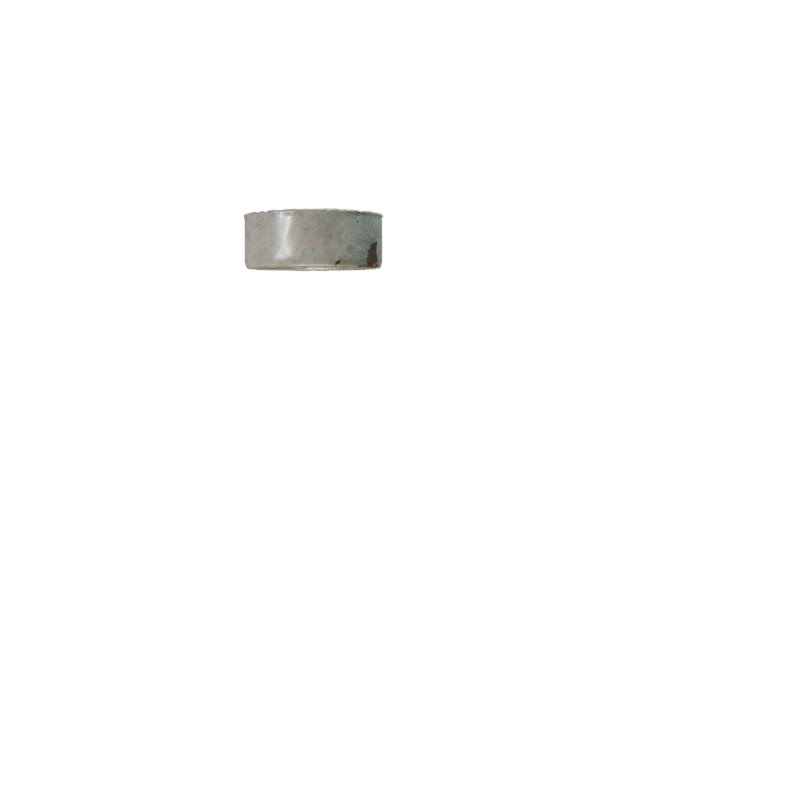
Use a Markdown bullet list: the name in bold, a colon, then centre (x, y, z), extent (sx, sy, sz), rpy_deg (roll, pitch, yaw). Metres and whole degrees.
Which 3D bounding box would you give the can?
- **can**: centre (-0.053, -0.097, 0.681), extent (0.086, 0.034, 0.086), rpy_deg (0, 4, -2)
